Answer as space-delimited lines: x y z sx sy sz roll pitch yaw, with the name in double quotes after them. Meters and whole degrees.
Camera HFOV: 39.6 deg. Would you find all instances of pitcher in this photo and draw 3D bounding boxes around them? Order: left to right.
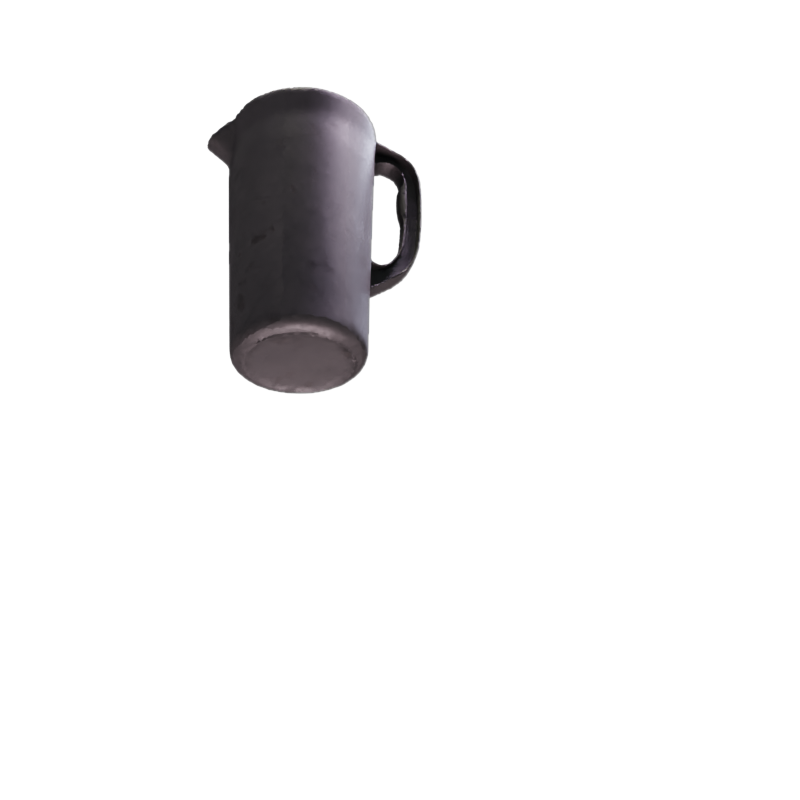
-0.072 -0.132 0.926 0.150 0.260 0.134 -20 -38 24 "pitcher"
